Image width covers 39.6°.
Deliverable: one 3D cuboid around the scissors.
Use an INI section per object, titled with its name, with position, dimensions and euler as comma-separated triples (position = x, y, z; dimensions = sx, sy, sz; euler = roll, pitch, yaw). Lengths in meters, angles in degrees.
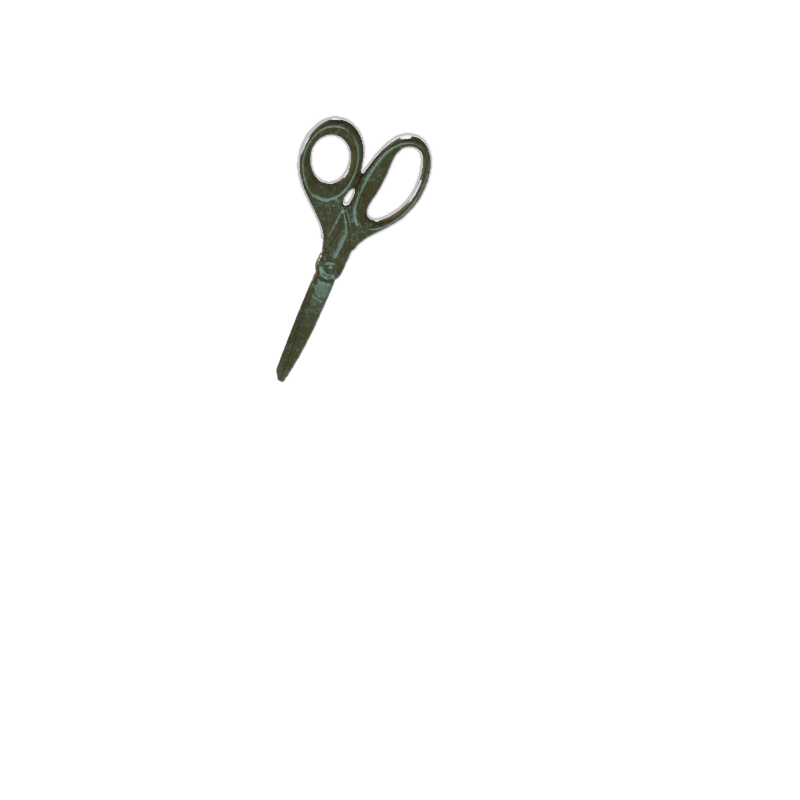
[scissors]
position = -0.059, -0.108, 0.760
dimensions = 0.093, 0.198, 0.017
euler = 37, 18, -14
